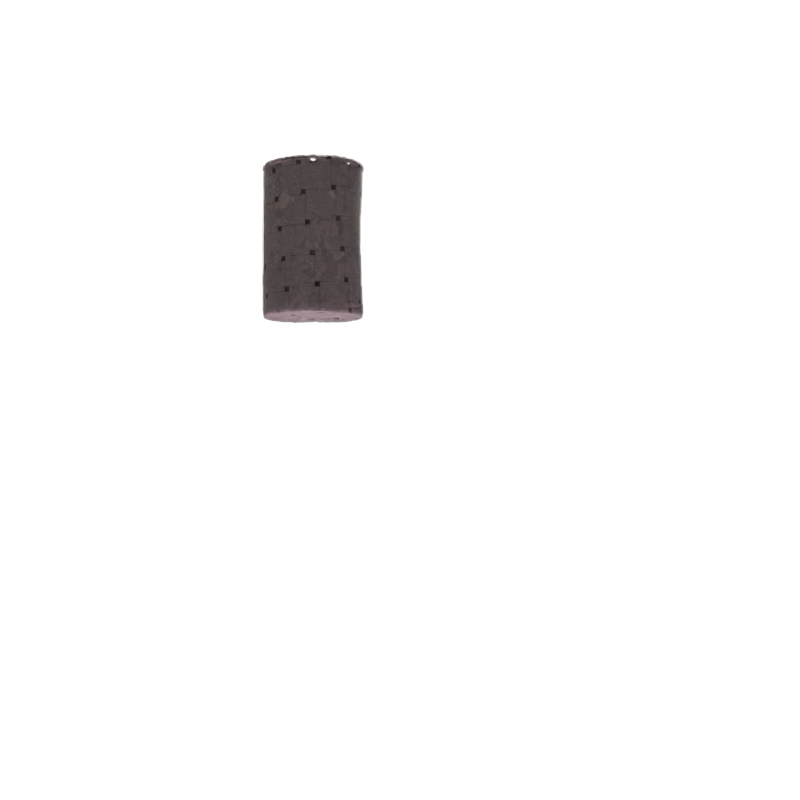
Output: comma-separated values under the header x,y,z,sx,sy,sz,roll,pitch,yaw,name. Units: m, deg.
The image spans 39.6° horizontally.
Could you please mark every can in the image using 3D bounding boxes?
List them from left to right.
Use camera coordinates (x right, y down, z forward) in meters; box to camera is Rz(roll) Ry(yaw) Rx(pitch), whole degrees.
x,y,z,sx,sy,sz,roll,pitch,yaw,name
-0.058,-0.105,0.736,0.068,0.105,0.067,0,-8,-2,can
